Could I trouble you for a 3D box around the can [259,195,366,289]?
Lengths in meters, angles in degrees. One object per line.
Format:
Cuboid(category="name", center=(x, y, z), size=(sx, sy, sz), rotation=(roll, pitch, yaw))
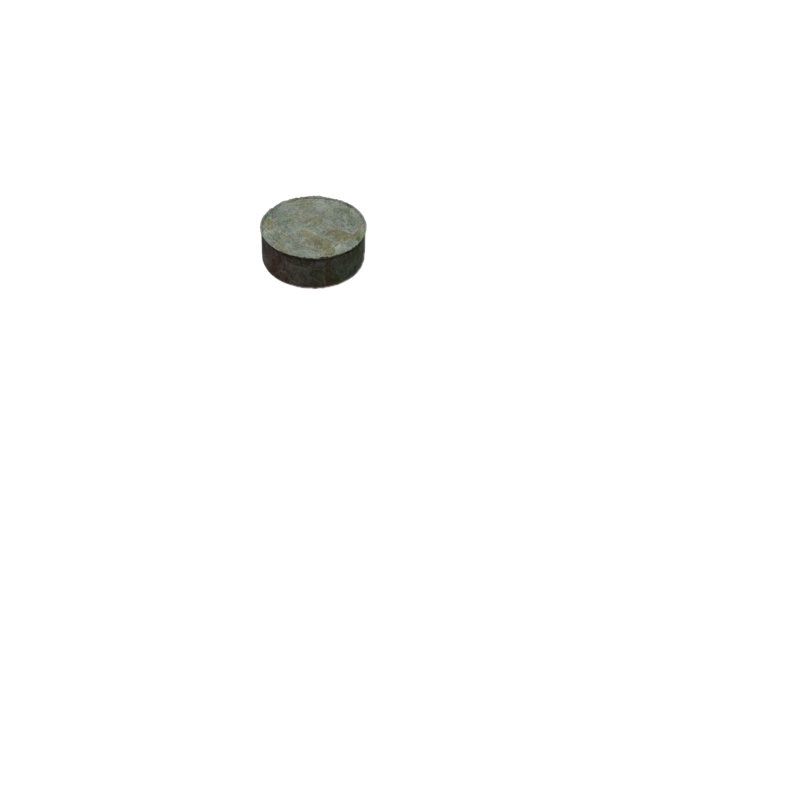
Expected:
Cuboid(category="can", center=(-0.070, -0.128, 0.899), size=(0.086, 0.031, 0.092), rotation=(-1, 41, -2))
